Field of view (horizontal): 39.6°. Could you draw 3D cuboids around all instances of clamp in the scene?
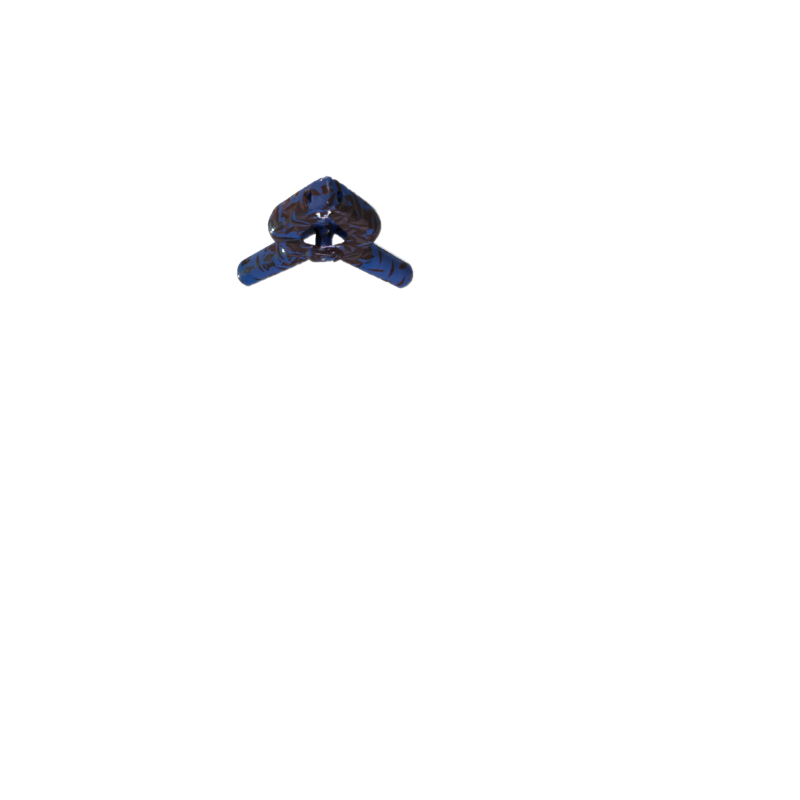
[{"bbox_3d":[-0.076,-0.138,0.965,0.166,0.038,0.200,-1,-14,5],"label":"clamp"}]
